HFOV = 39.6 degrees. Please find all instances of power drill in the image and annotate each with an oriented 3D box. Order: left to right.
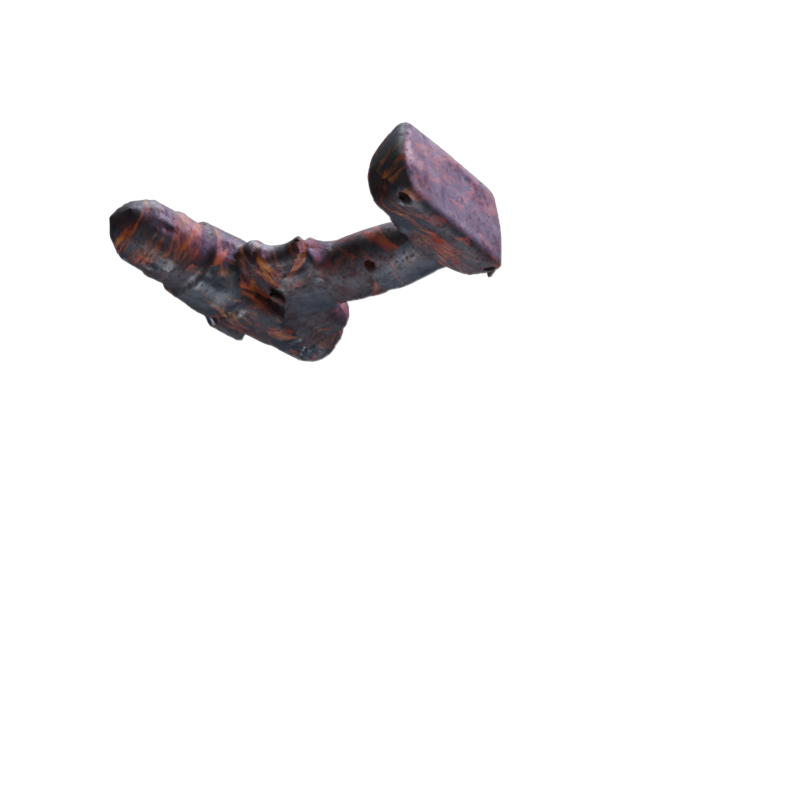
[{"bbox_3d":[-0.051,-0.093,0.652,0.189,0.061,0.172,-19,-31,34],"label":"power drill"}]
